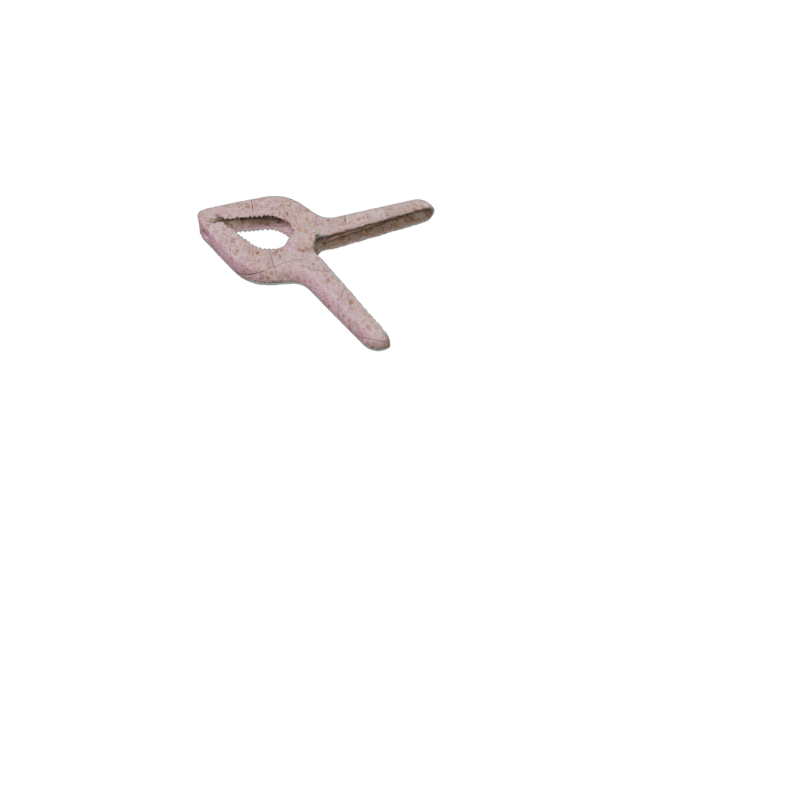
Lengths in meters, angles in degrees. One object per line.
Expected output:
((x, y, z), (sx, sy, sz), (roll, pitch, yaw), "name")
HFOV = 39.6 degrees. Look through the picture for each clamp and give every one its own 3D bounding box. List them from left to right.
((-0.078, -0.143, 0.999), (0.216, 0.171, 0.034), (20, -34, 14), "clamp")
